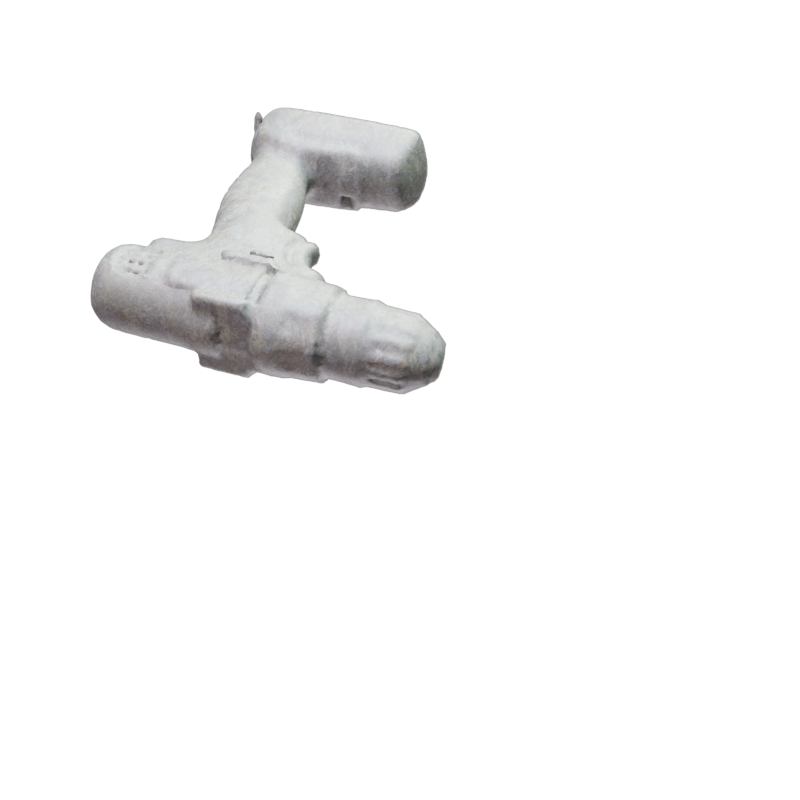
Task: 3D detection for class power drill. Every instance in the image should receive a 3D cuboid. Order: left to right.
[{"bbox_3d":[-0.047,-0.085,0.598,0.190,0.054,0.195,13,42,15],"label":"power drill"}]
